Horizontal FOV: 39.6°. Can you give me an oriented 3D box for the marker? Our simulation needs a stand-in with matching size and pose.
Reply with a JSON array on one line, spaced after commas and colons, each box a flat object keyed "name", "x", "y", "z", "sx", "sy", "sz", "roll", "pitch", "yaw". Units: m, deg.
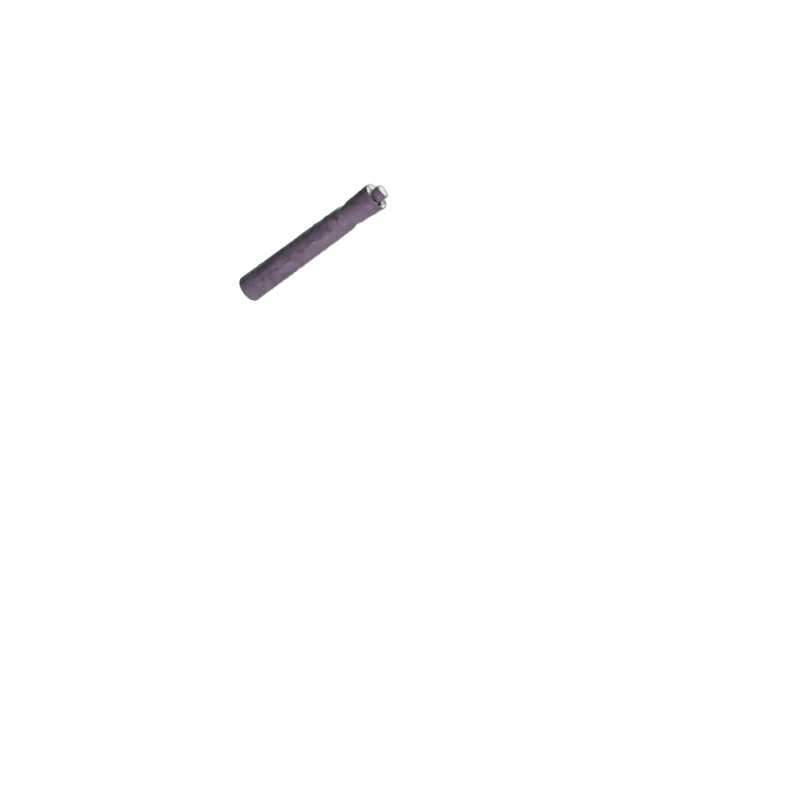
[{"name": "marker", "x": -0.056, "y": -0.102, "z": 0.715, "sx": 0.120, "sy": 0.020, "sz": 0.019, "roll": -32, "pitch": -12, "yaw": 27}]
